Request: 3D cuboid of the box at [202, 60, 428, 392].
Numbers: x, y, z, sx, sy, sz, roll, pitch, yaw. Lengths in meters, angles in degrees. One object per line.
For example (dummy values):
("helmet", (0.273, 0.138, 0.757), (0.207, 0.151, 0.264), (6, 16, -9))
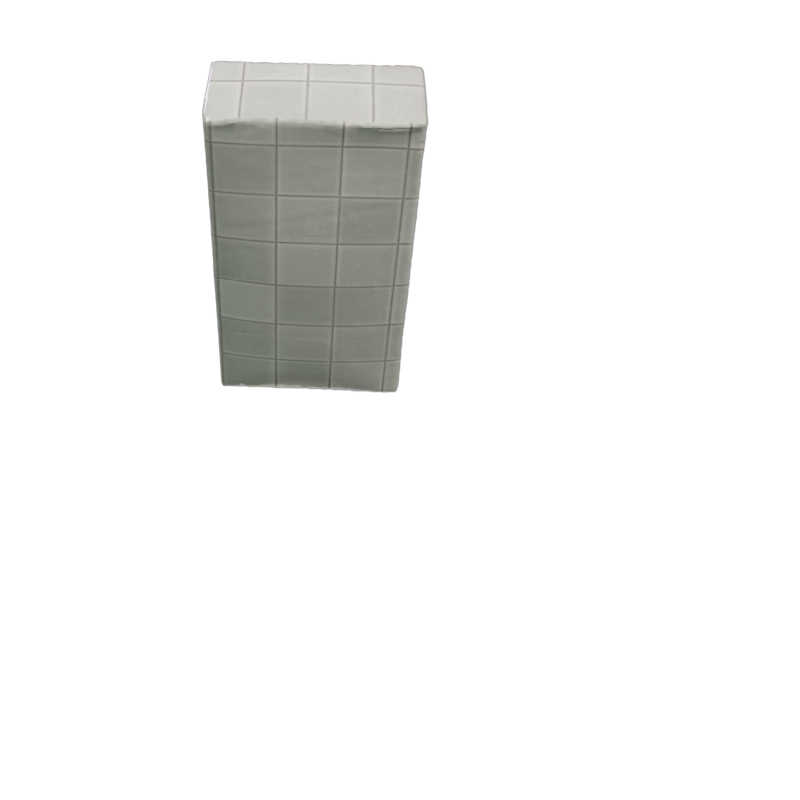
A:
("box", (-0.040, -0.073, 0.513), (0.093, 0.051, 0.164), (2, -38, -2))
